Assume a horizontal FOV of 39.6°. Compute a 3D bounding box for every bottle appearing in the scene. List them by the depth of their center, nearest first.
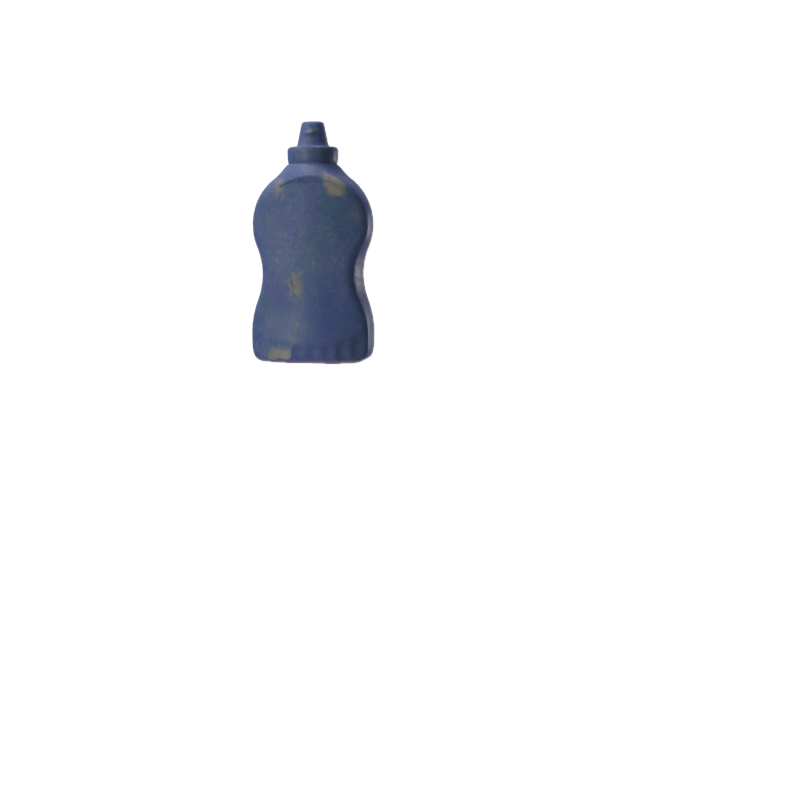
[{"bbox_3d":[-0.070,-0.127,0.890,0.098,0.192,0.057,0,1,13],"label":"bottle"}]
